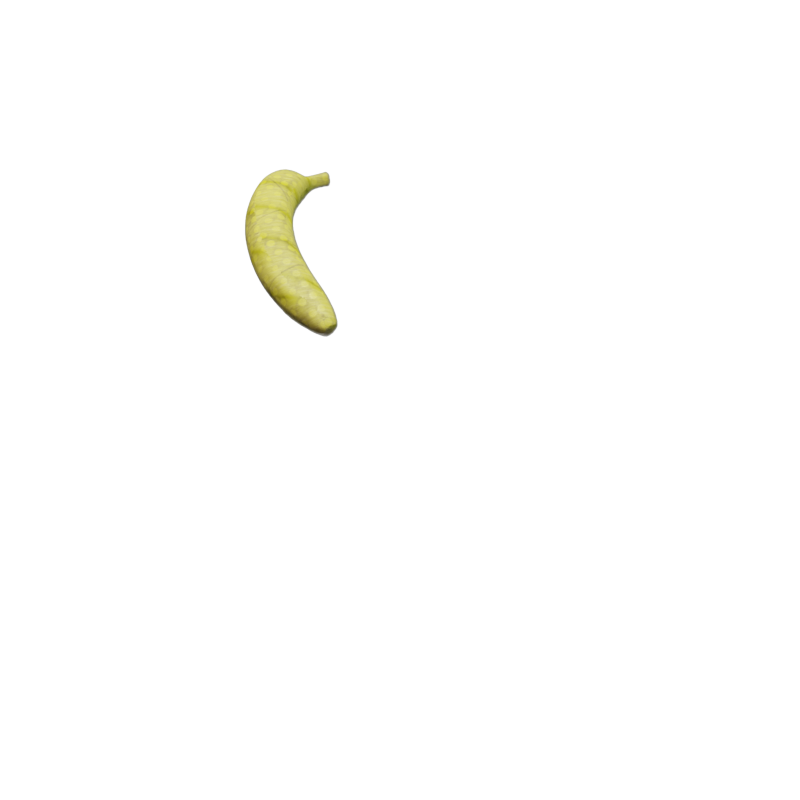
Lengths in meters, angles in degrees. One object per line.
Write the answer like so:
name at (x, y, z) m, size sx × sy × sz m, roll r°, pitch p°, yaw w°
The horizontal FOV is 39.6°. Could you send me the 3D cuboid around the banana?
banana at (-0.086, -0.125, 0.857) m, size 0.069 × 0.034 × 0.213 m, roll -2°, pitch 44°, yaw -3°
